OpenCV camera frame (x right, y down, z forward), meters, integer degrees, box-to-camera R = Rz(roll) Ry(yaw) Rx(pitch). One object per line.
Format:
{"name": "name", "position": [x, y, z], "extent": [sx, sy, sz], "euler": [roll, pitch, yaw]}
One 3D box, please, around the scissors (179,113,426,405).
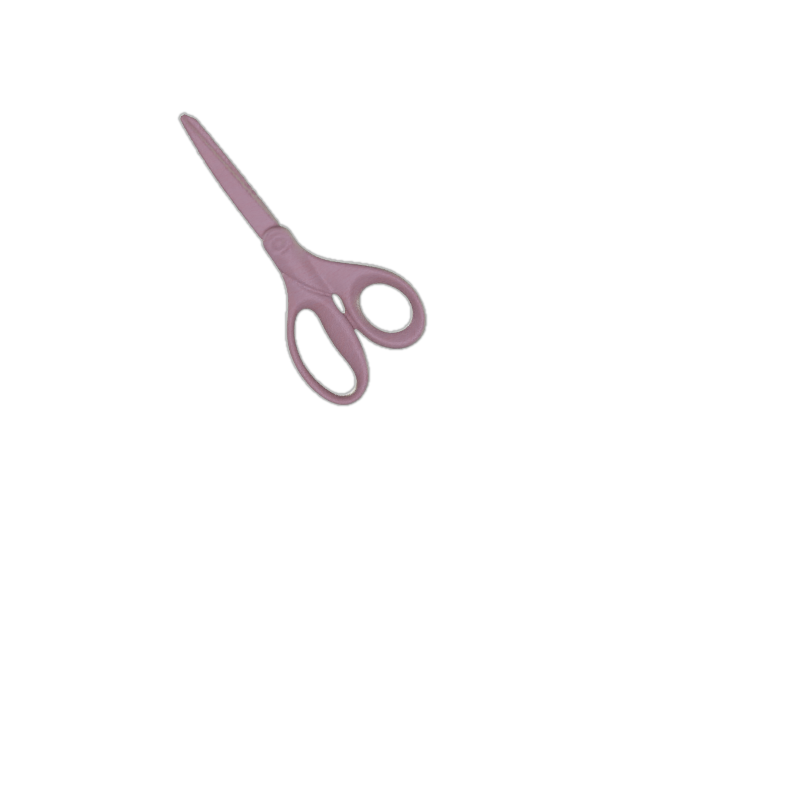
{"name": "scissors", "position": [-0.053, -0.096, 0.674], "extent": [0.096, 0.200, 0.016], "euler": [-21, 3, 1]}
